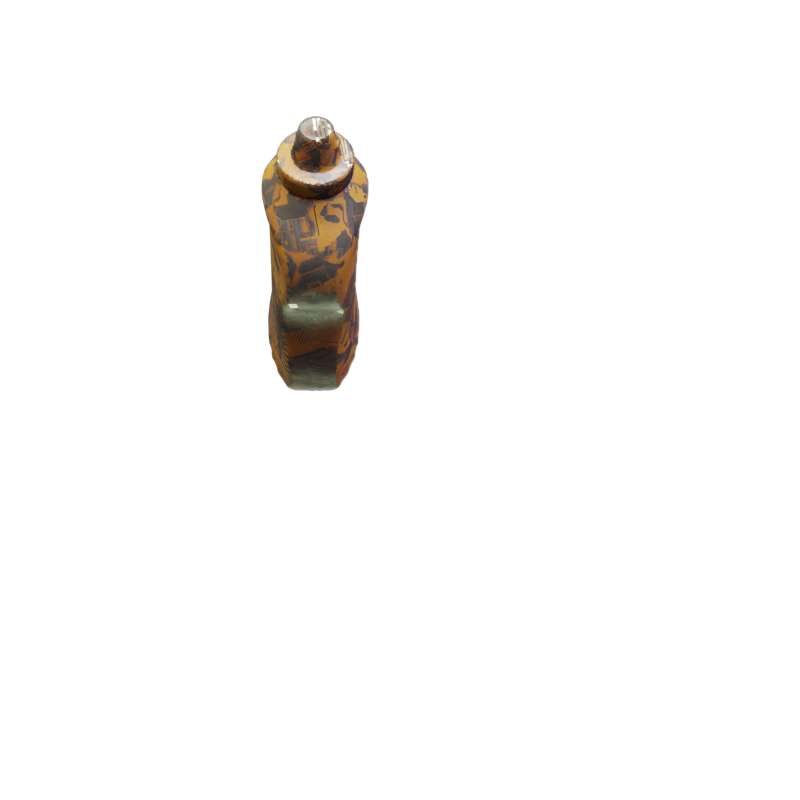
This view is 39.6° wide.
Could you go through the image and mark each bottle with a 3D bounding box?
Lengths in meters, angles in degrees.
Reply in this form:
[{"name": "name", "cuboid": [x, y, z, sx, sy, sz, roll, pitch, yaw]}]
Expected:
[{"name": "bottle", "cuboid": [-0.049, -0.091, 0.635, 0.058, 0.102, 0.180, 2, -32, -3]}]
